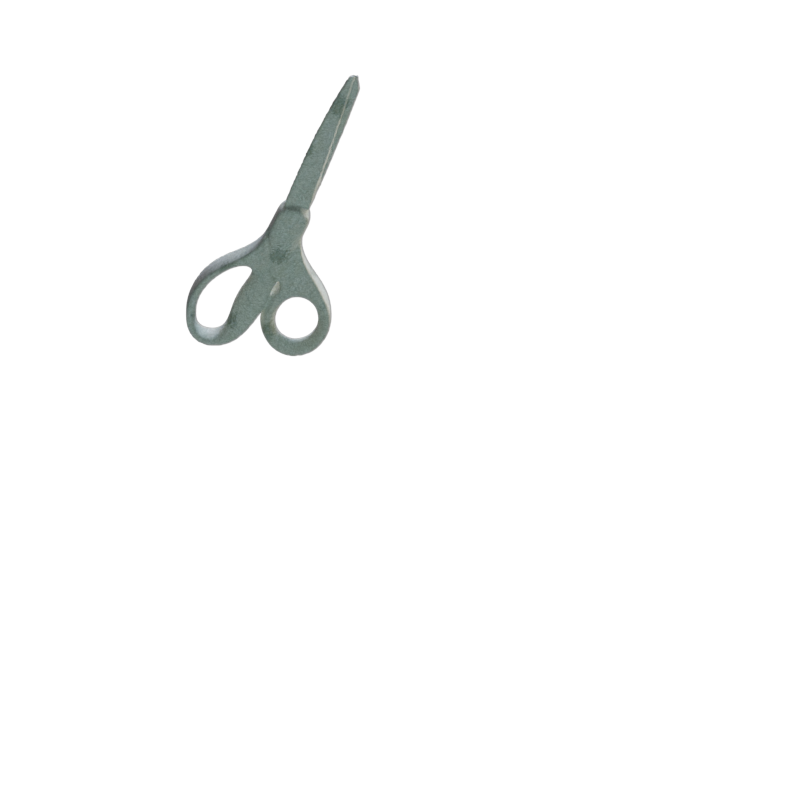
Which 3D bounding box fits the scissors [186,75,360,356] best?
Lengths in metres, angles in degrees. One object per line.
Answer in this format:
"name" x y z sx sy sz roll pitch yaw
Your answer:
"scissors" -0.050 -0.091 0.638 0.091 0.017 0.198 31 -56 -24
